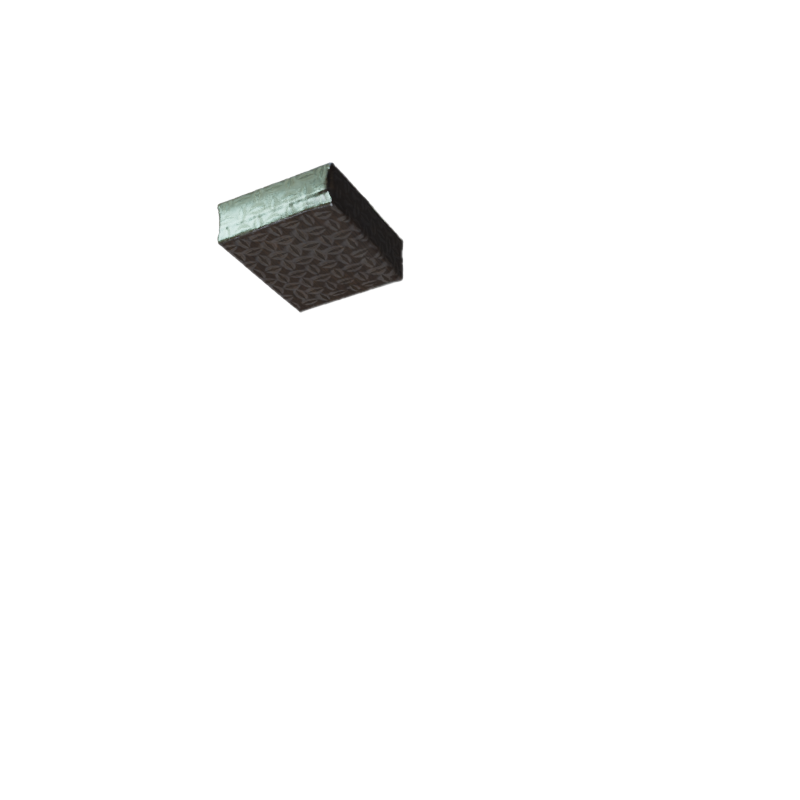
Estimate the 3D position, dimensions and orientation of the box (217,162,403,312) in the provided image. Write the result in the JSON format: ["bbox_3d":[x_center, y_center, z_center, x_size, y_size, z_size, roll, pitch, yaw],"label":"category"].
[{"bbox_3d":[-0.060,-0.110,0.768,0.091,0.041,0.105,-15,-33,23],"label":"box"}]
